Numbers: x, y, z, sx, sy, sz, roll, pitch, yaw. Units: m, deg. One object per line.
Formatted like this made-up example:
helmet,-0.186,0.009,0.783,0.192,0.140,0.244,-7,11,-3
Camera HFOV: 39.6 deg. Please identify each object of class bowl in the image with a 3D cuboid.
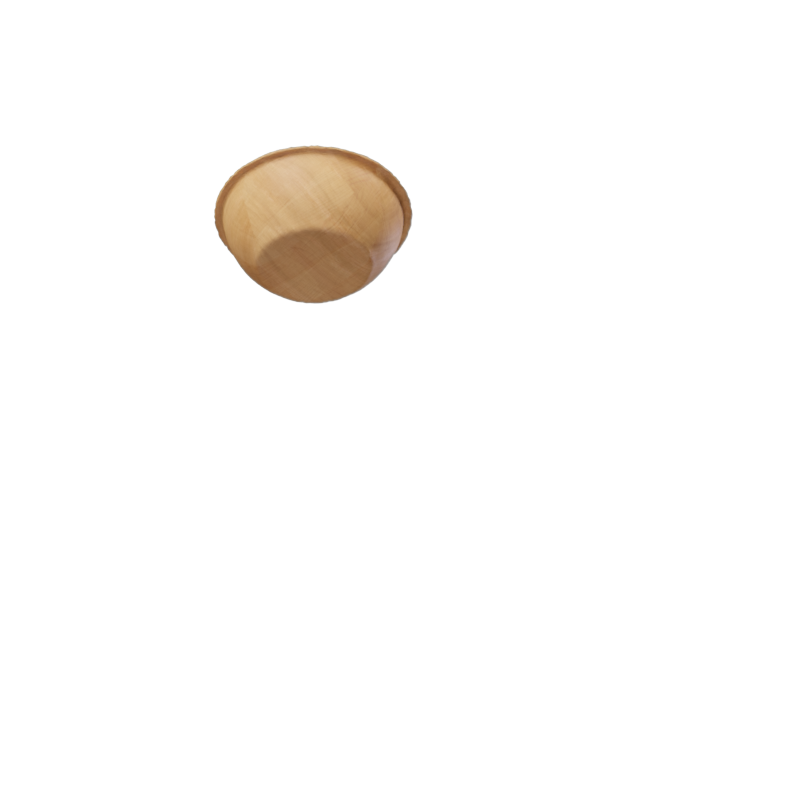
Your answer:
bowl,-0.070,-0.127,0.889,0.162,0.059,0.151,1,-38,-2
